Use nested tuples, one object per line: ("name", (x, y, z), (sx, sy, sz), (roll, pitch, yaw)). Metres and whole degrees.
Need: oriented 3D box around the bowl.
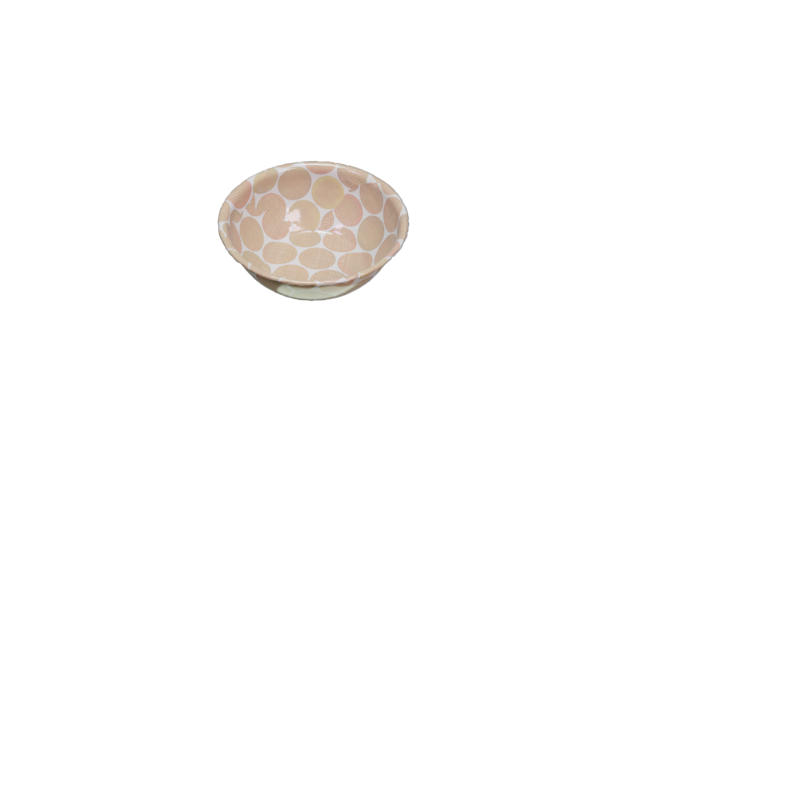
("bowl", (-0.074, -0.136, 0.952), (0.162, 0.174, 0.051), (-1, -45, -1))
